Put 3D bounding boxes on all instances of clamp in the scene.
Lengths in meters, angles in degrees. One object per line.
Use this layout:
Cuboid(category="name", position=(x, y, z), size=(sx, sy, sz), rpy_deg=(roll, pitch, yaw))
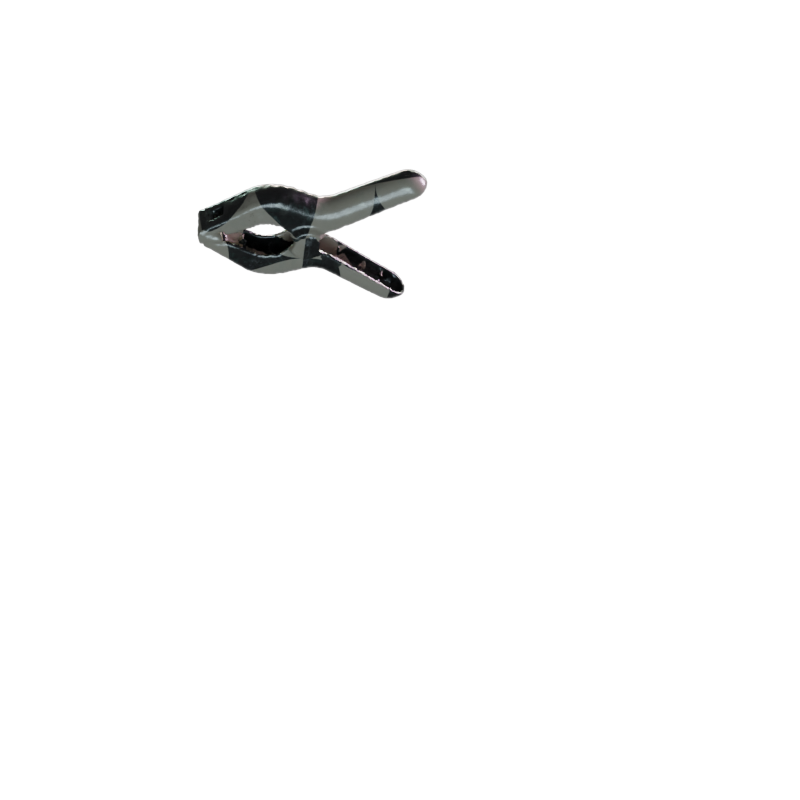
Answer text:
Cuboid(category="clamp", position=(-0.066, -0.120, 0.843), size=(0.172, 0.112, 0.042), rpy_deg=(-2, 39, 1))
